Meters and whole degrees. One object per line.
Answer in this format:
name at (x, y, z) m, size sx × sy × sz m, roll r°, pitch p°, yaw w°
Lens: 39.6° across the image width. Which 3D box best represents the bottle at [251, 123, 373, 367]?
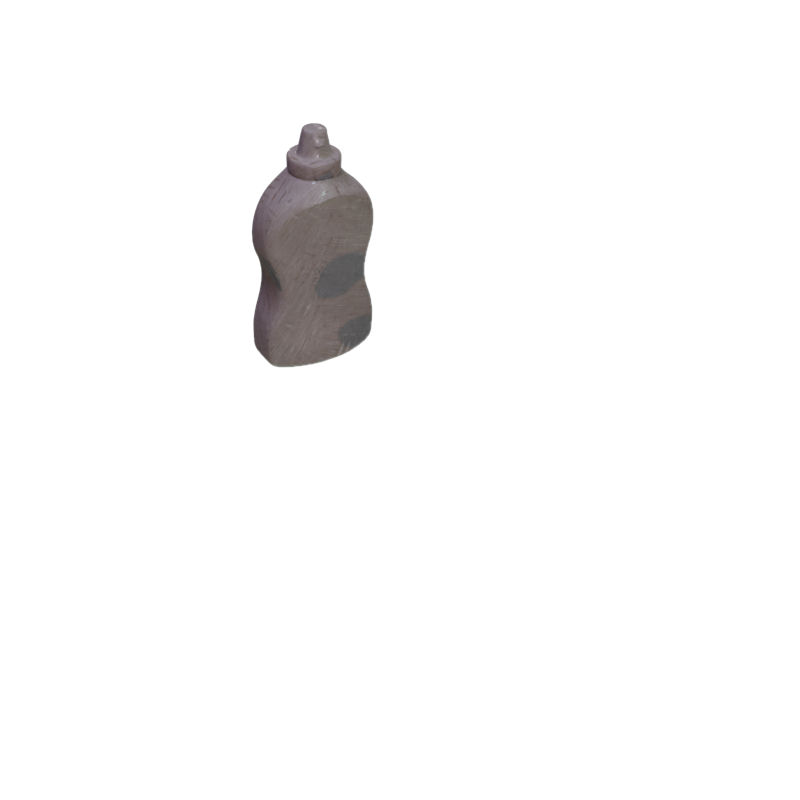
bottle at (-0.066, -0.121, 0.850) m, size 0.095 × 0.180 × 0.063 m, roll -15°, pitch 36°, yaw -26°
